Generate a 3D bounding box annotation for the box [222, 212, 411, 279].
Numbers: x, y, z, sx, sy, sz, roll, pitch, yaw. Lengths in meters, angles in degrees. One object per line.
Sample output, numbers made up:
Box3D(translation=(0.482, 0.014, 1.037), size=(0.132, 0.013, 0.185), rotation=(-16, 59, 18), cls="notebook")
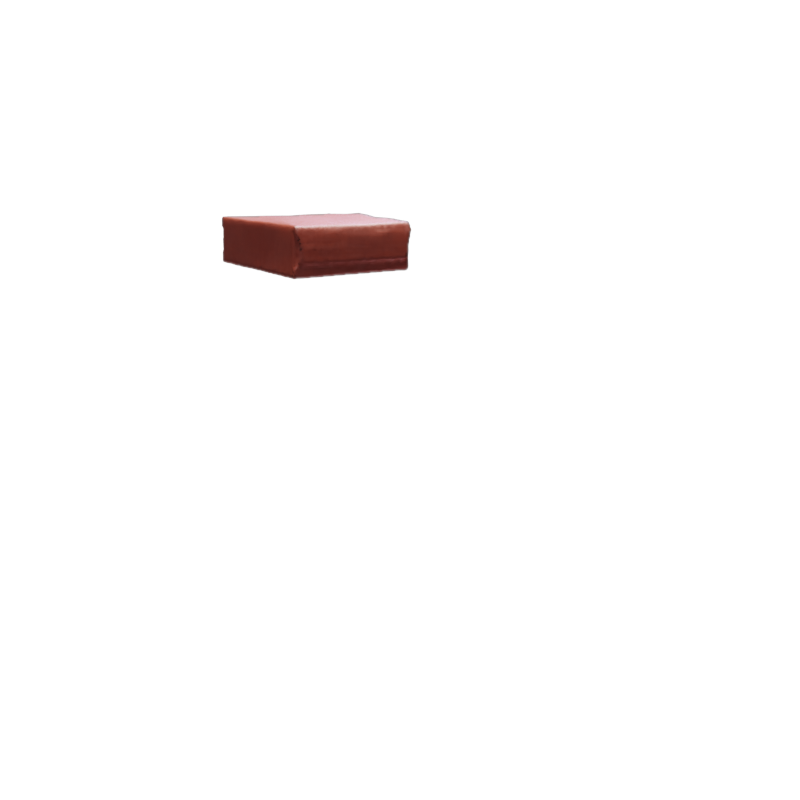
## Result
Box3D(translation=(-0.048, -0.088, 0.620), size=(0.071, 0.030, 0.094), rotation=(-7, 14, -31), cls="box")
